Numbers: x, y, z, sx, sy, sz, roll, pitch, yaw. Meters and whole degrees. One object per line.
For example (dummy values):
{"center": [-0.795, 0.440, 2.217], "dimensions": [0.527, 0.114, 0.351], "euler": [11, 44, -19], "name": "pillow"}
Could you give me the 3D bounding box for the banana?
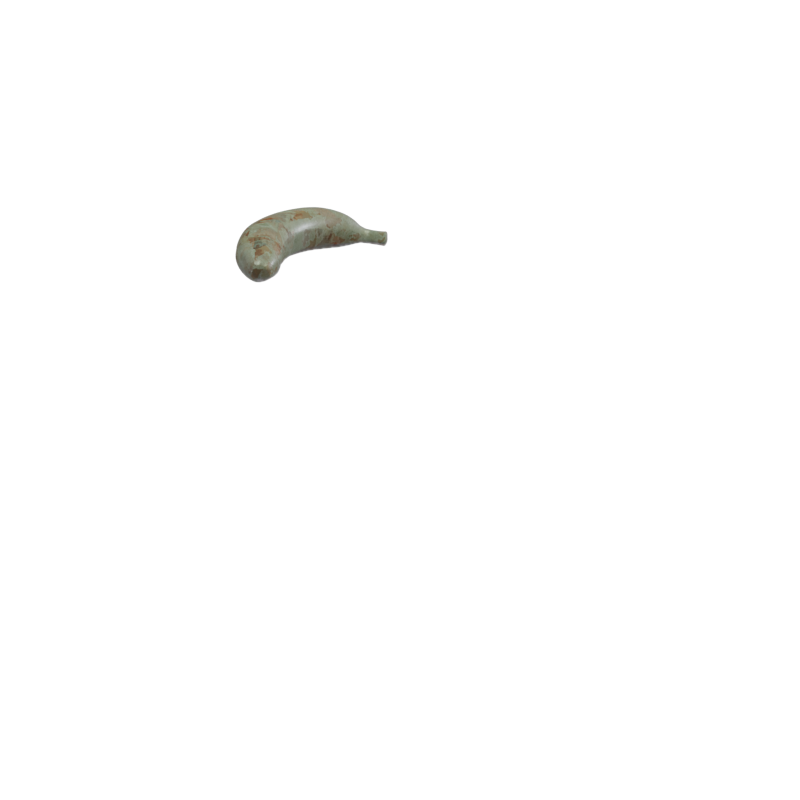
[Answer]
{"center": [-0.082, -0.126, 0.863], "dimensions": [0.072, 0.035, 0.197], "euler": [9, 20, 25], "name": "banana"}
